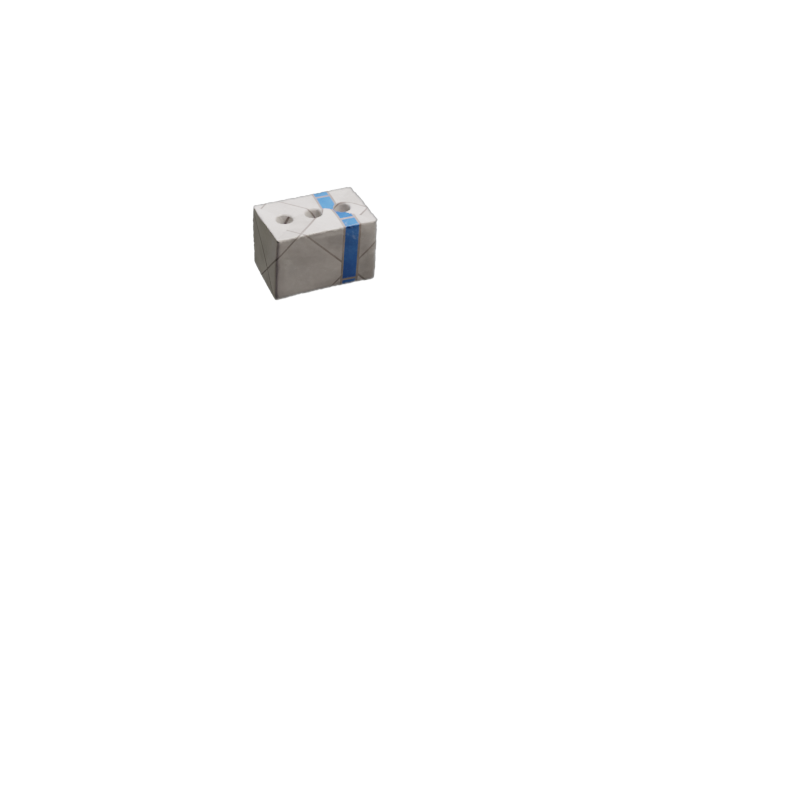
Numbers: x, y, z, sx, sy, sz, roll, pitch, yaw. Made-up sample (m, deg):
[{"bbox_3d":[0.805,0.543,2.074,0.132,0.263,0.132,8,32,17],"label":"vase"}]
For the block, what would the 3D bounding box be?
[{"bbox_3d":[-0.063,-0.114,0.799,0.077,0.048,0.057,-15,41,-19],"label":"block"}]
